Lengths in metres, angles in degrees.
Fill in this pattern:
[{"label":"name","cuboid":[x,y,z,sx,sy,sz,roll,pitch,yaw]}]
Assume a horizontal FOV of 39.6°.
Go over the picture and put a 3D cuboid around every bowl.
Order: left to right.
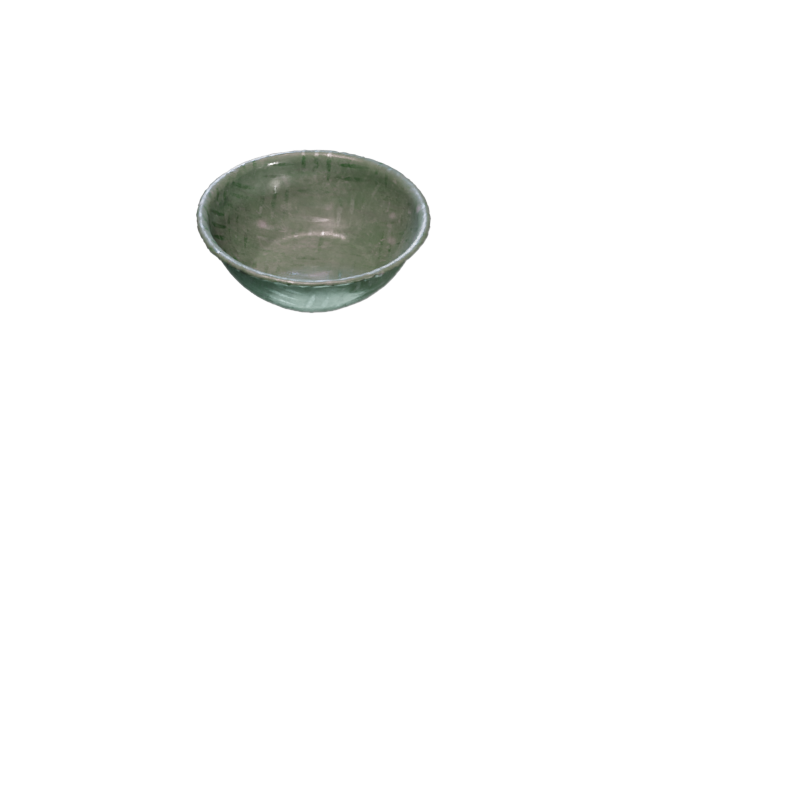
[{"label":"bowl","cuboid":[-0.061,-0.111,0.777,0.162,0.051,0.174,-1,41,-2]}]
